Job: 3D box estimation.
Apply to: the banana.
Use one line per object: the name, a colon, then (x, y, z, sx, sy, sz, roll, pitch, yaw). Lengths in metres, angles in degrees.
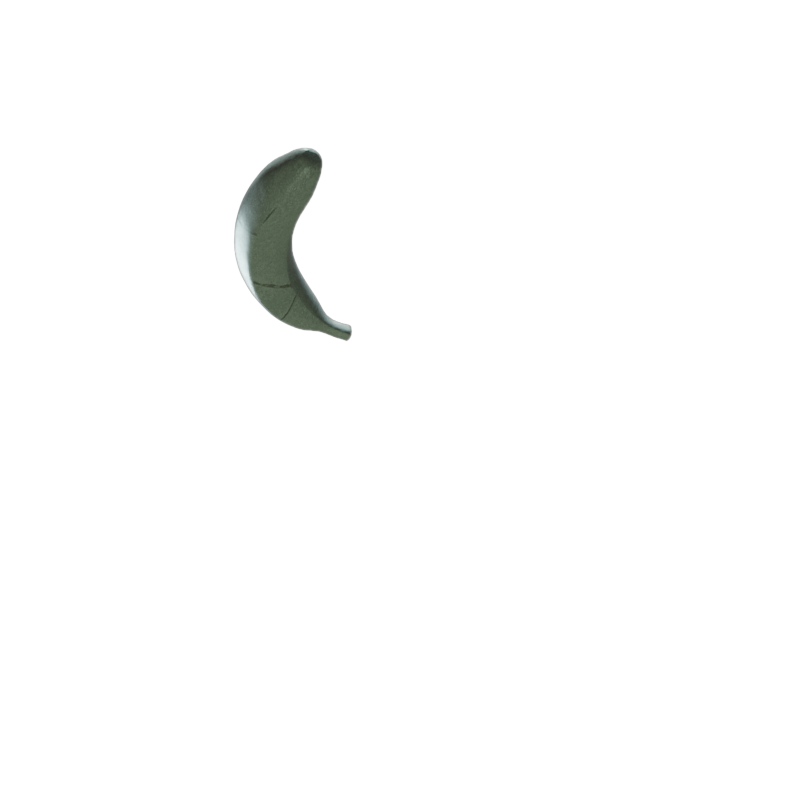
banana: (-0.074, -0.099, 0.720, 0.070, 0.039, 0.184, -3, -29, 3)
